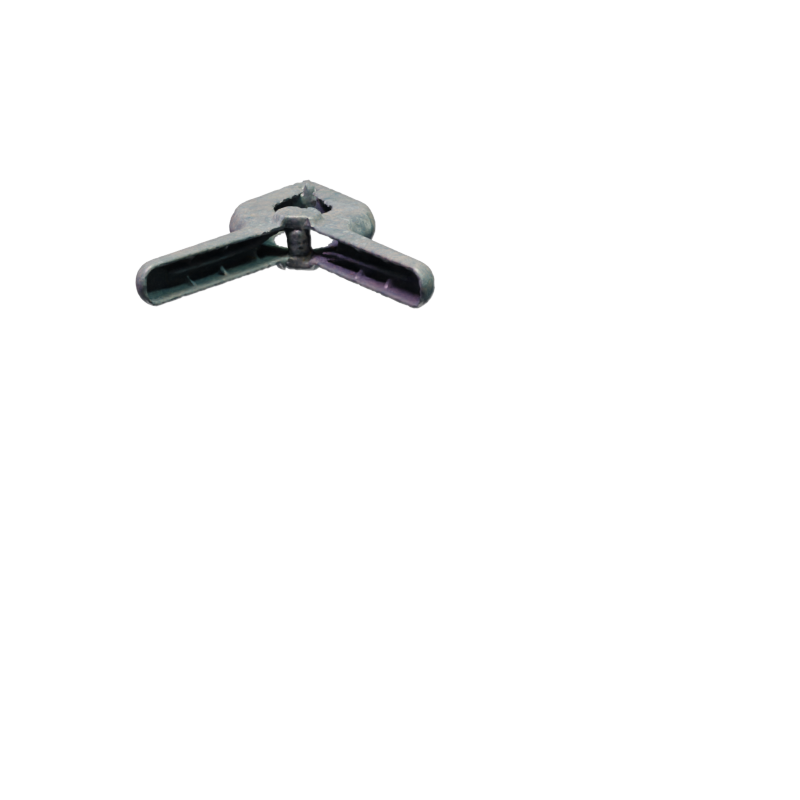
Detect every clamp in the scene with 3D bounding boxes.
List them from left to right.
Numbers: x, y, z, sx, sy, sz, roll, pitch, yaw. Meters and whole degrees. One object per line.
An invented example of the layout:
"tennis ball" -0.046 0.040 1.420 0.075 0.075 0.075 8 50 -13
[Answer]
"clamp" -0.054 -0.098 0.690 0.167 0.035 0.217 3 24 8
